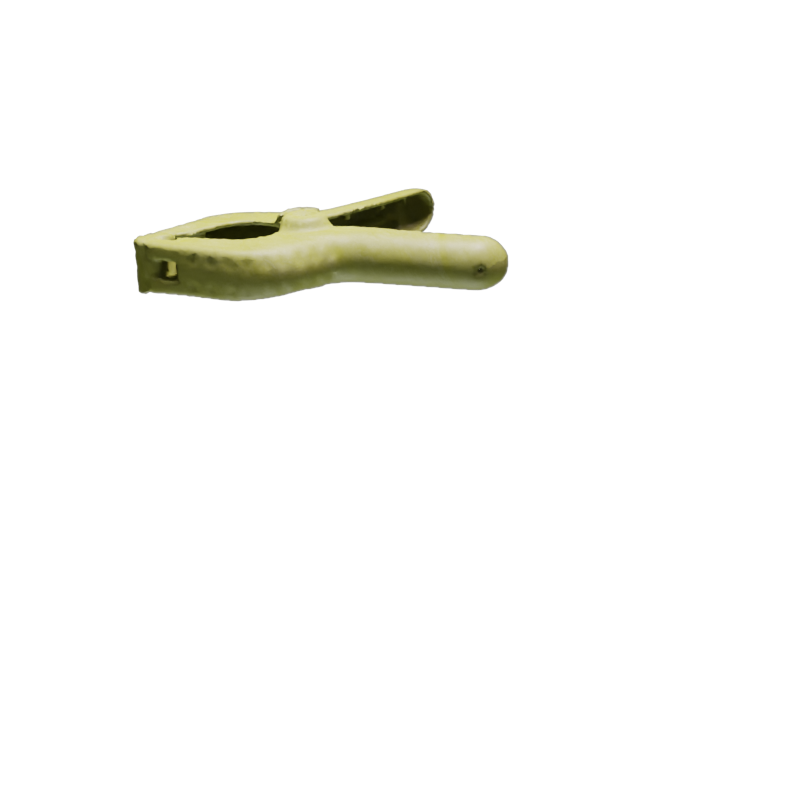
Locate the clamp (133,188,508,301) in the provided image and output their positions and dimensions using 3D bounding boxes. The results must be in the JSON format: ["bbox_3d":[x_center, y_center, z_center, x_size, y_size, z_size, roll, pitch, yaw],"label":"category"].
[{"bbox_3d":[-0.043,-0.078,0.549,0.170,0.038,0.125,-2,17,-5],"label":"clamp"}]
